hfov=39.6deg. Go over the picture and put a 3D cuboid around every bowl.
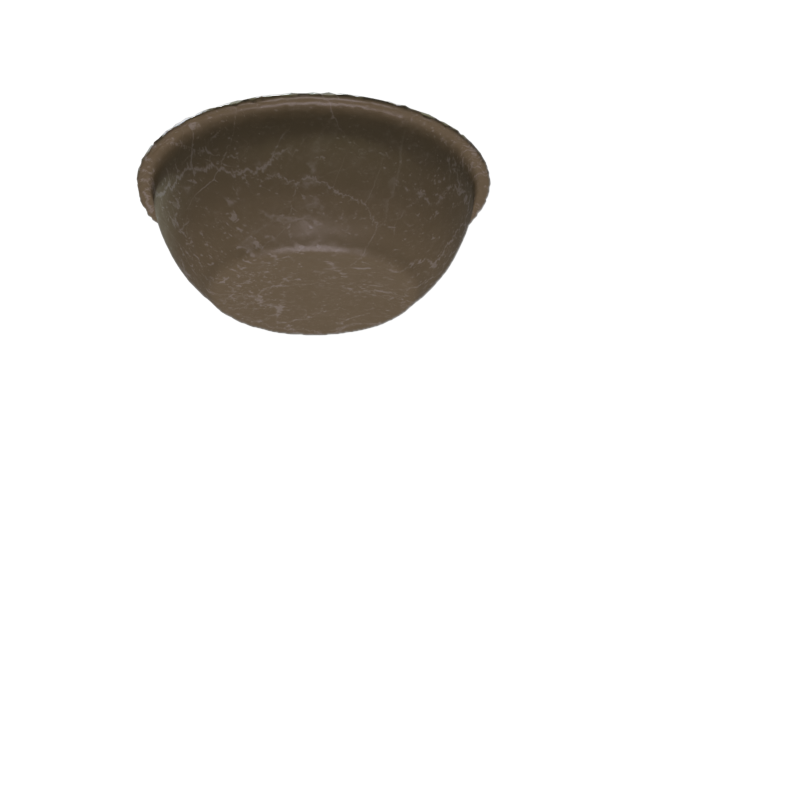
[{"bbox_3d":[-0.039,-0.071,0.499,0.162,0.058,0.154,1,-21,-2],"label":"bowl"}]
